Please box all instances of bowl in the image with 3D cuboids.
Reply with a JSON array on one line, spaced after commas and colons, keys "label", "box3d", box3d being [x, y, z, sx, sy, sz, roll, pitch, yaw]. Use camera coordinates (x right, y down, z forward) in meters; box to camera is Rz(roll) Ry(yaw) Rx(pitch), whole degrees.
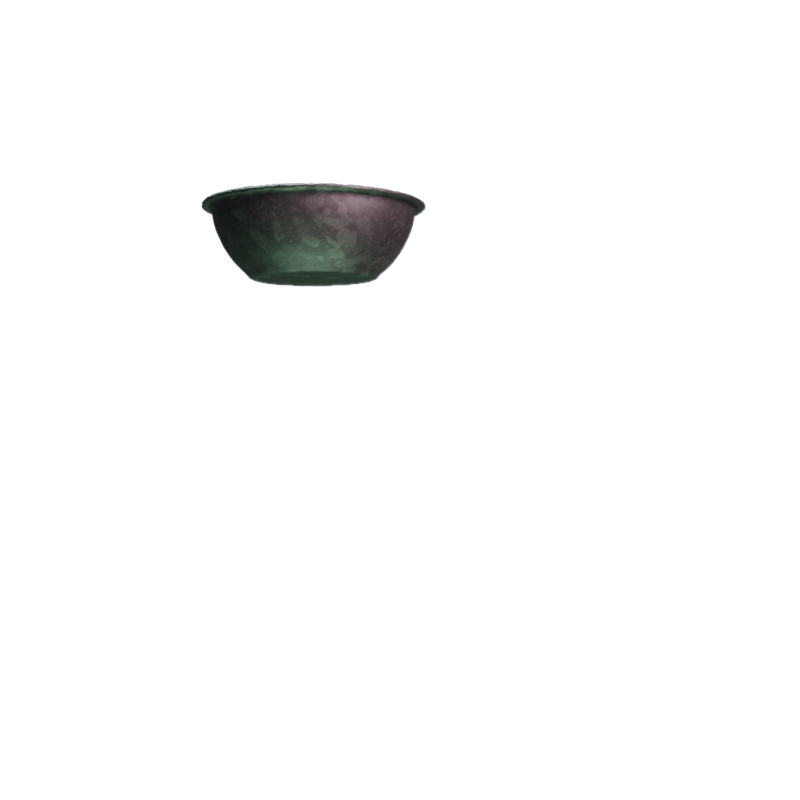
[{"label": "bowl", "box3d": [-0.062, -0.114, 0.795, 0.162, 0.056, 0.160, 0, -2, -2]}]
